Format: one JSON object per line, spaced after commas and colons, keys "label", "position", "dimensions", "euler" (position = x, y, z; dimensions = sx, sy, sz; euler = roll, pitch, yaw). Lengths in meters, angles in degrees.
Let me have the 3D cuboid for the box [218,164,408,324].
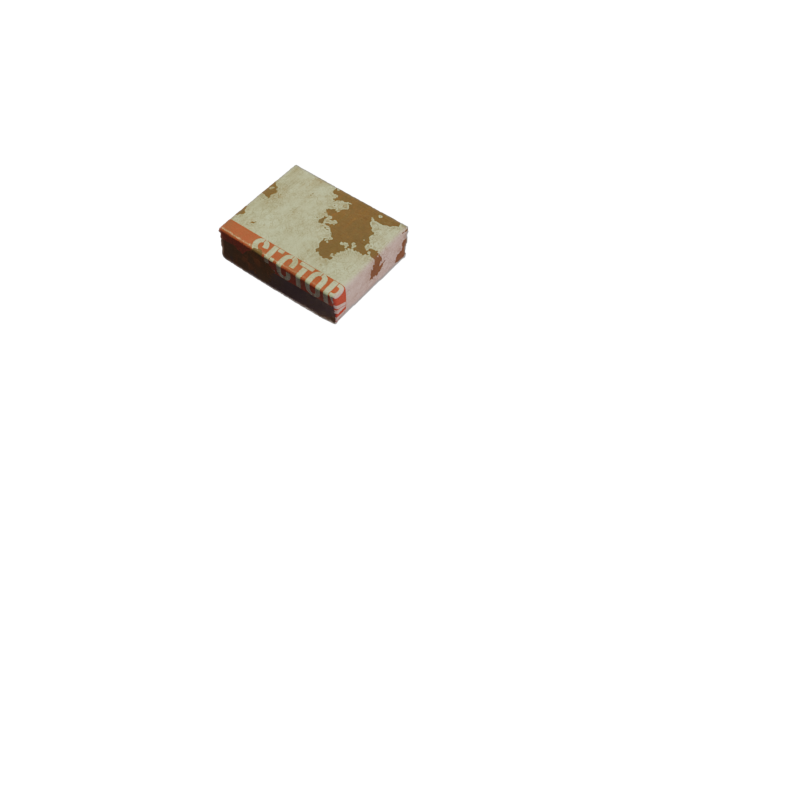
{"label": "box", "position": [-0.065, -0.118, 0.830], "dimensions": [0.119, 0.036, 0.091], "euler": [32, 58, 22]}
